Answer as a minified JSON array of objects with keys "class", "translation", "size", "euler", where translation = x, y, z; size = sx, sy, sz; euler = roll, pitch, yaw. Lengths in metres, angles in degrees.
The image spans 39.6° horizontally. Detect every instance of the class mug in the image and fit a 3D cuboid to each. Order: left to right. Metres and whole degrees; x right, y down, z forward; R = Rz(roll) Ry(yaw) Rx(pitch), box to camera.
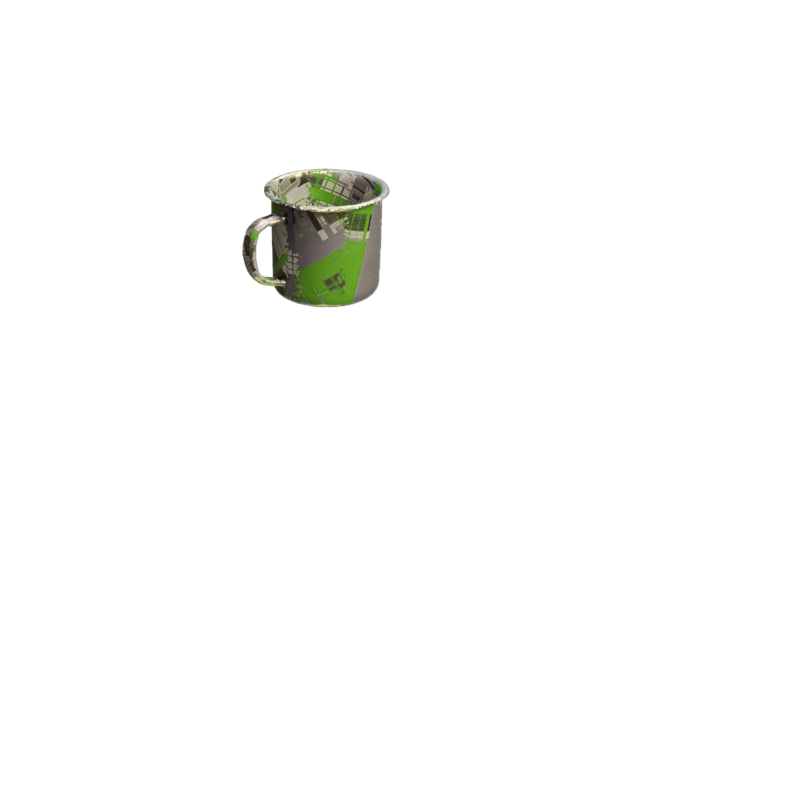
[{"class":"mug","translation":[-0.065,-0.118,0.826],"size":[0.115,0.077,0.100],"euler":[-19,32,-34]}]
